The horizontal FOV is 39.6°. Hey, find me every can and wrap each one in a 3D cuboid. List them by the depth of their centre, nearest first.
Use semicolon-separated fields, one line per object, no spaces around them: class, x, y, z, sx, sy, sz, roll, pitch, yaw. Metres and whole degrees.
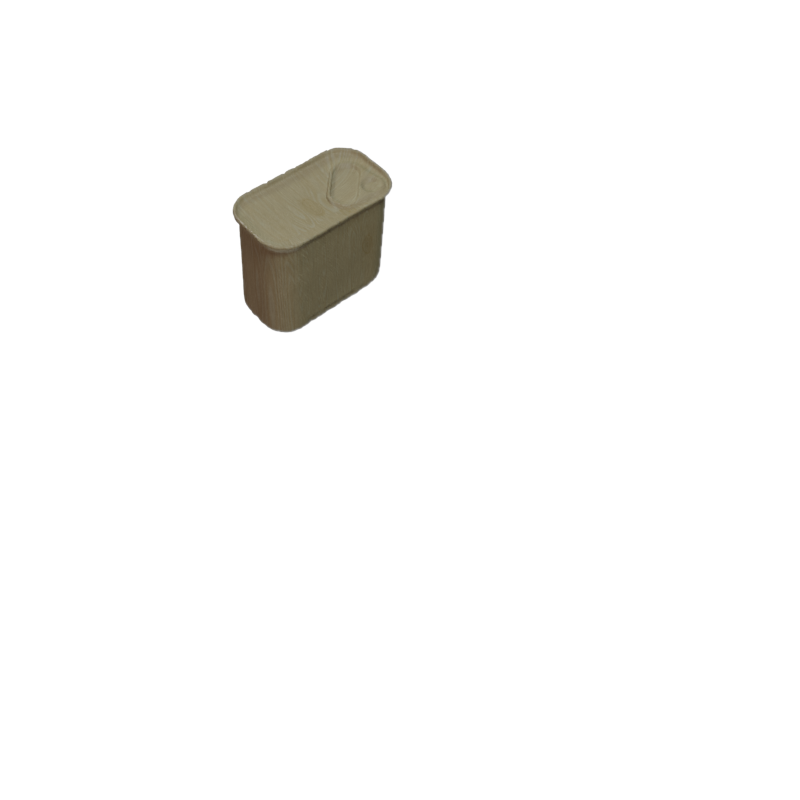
can;-0.056;-0.103;0.722;0.102;0.078;0.061;-34;58;-27
